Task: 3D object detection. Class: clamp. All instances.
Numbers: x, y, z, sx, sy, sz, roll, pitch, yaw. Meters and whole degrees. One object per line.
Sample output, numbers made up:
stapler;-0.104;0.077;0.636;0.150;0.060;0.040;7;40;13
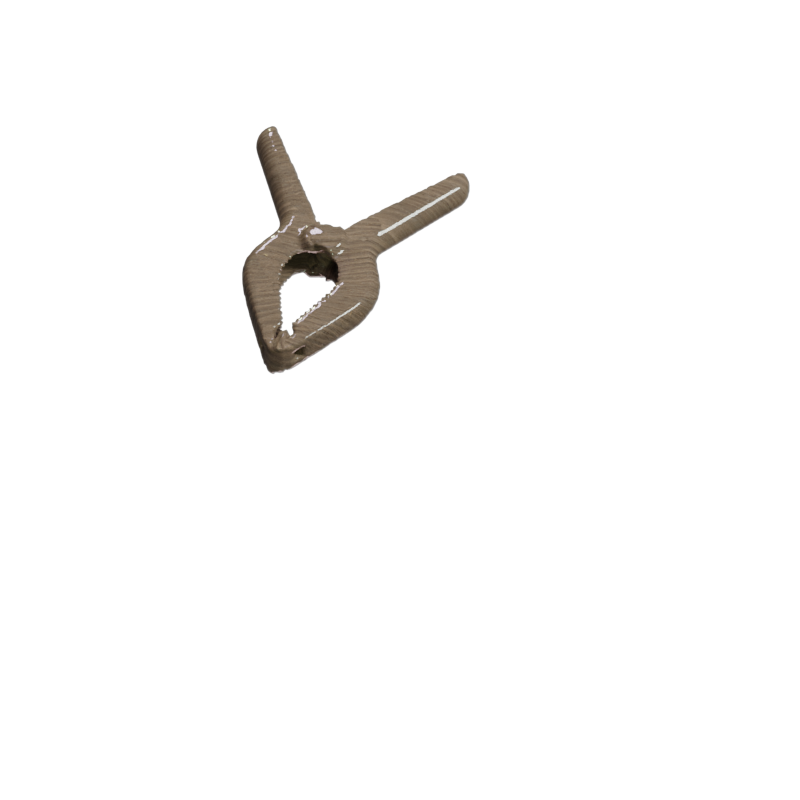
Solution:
clamp;-0.061;-0.112;0.782;0.170;0.218;0.034;19;-36;14
